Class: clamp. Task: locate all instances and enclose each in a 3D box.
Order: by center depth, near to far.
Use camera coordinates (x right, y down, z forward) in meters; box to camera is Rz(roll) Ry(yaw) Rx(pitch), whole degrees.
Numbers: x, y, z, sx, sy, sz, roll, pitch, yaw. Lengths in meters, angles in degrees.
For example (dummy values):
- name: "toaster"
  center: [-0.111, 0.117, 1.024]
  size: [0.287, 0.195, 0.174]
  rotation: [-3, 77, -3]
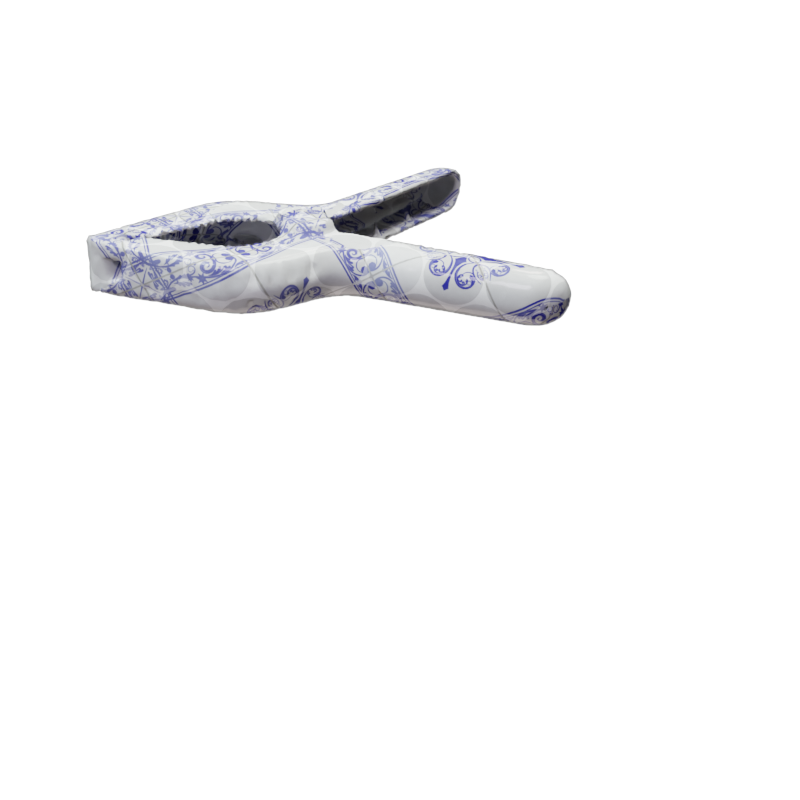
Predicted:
- name: "clamp"
  center: [-0.042, -0.076, 0.536]
  size: [0.209, 0.034, 0.174]
  rotation: [-3, 27, -5]
